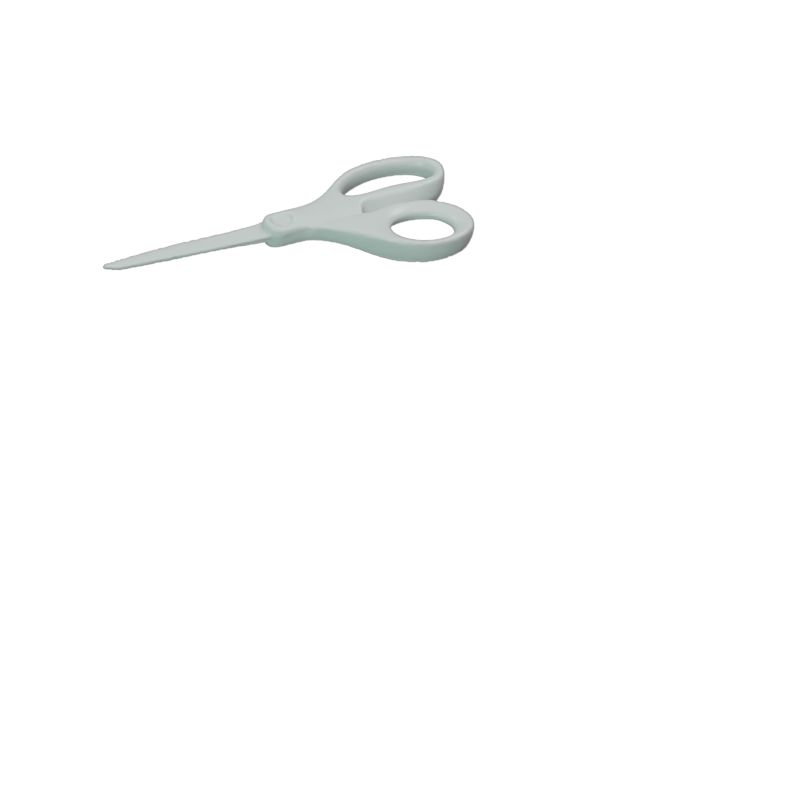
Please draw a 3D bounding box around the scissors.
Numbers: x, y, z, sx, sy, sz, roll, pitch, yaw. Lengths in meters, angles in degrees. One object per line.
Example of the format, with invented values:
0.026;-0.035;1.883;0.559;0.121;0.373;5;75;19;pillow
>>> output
-0.046;-0.084;0.589;0.201;0.015;0.103;-28;48;-29;scissors
